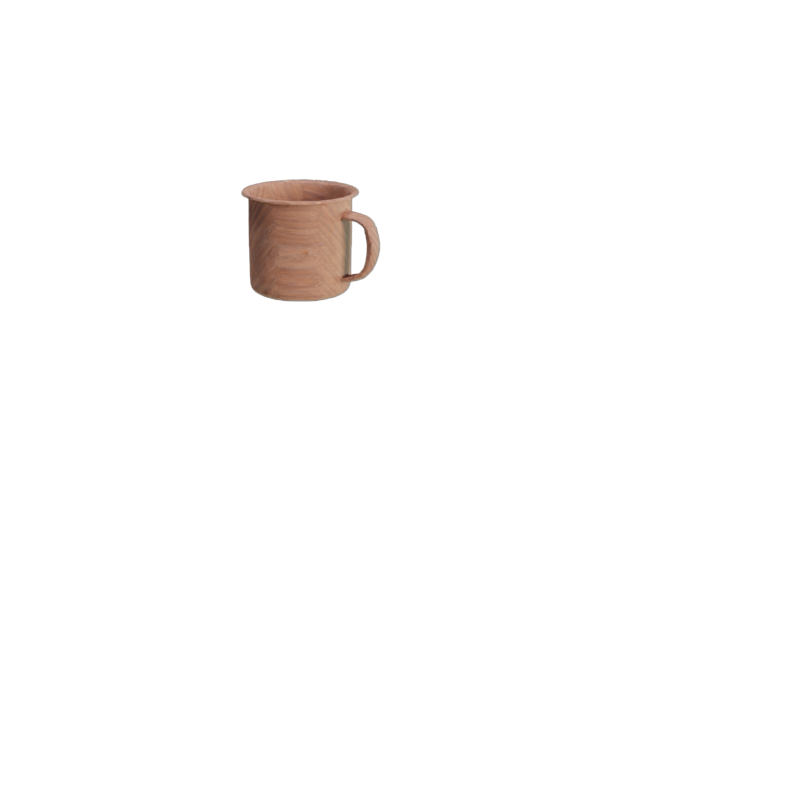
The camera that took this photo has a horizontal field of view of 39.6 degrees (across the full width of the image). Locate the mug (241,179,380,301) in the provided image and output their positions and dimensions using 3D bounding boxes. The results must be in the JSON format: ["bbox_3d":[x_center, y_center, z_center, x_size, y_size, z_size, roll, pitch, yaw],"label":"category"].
[{"bbox_3d":[-0.069,-0.125,0.876,0.122,0.079,0.093,10,21,27],"label":"mug"}]
